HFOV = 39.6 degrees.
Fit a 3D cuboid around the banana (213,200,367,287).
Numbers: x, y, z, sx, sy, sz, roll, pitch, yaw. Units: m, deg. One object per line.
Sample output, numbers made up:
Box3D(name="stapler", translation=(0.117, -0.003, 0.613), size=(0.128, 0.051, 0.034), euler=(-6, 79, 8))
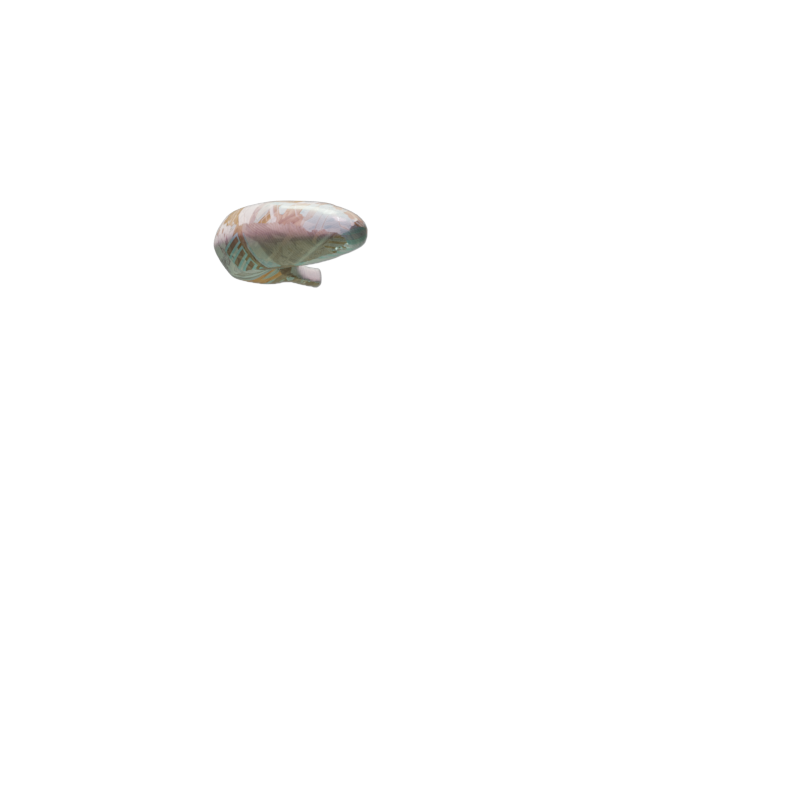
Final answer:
Box3D(name="banana", translation=(-0.066, -0.085, 0.600), size=(0.069, 0.037, 0.199), euler=(0, 2, -10))
